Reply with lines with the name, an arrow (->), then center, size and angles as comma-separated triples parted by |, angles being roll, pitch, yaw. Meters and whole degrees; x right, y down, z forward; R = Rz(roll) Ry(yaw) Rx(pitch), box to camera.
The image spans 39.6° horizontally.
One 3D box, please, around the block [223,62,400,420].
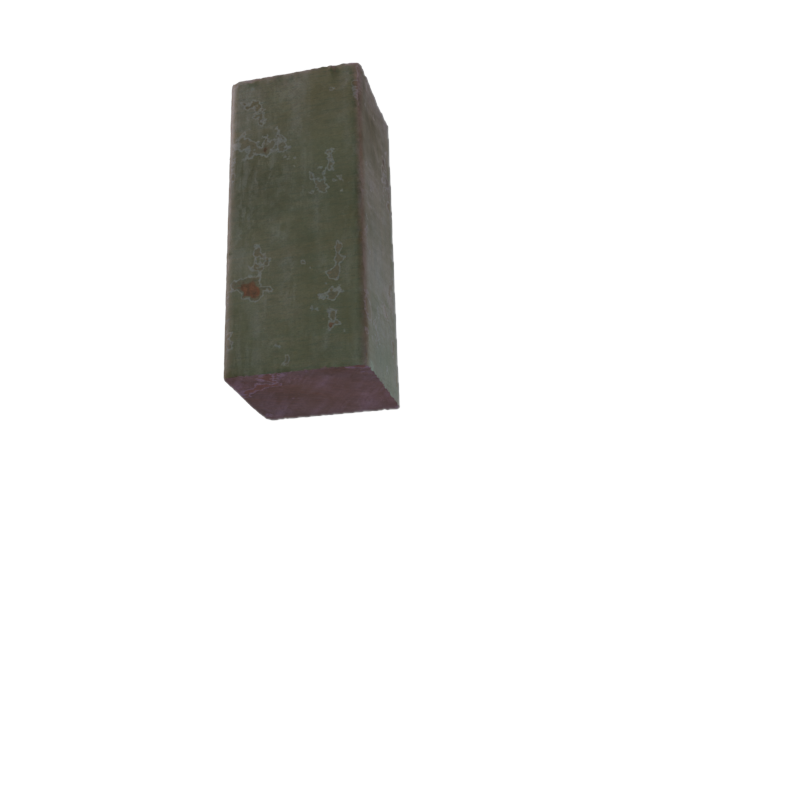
block -> -0.056, -0.102, 0.716 | 0.092, 0.218, 0.084 | -7, -24, 13
